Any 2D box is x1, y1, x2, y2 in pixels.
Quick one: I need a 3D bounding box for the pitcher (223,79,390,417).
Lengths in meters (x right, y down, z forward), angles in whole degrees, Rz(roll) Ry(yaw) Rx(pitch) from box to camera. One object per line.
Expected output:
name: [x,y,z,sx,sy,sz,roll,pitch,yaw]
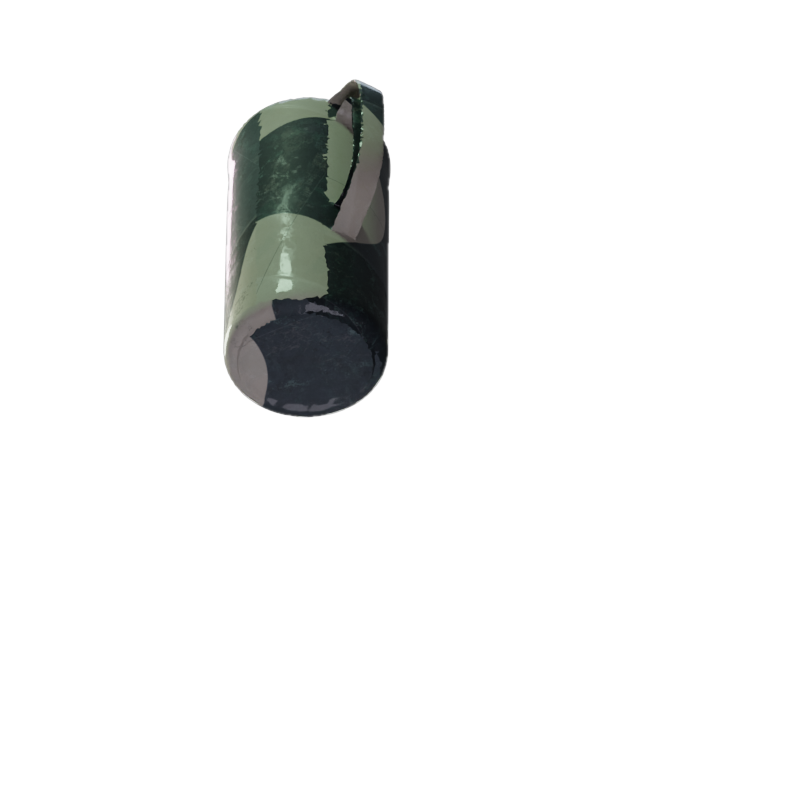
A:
pitcher: [-0.063,-0.115,0.805,0.146,0.138,0.261,-14,40,8]
